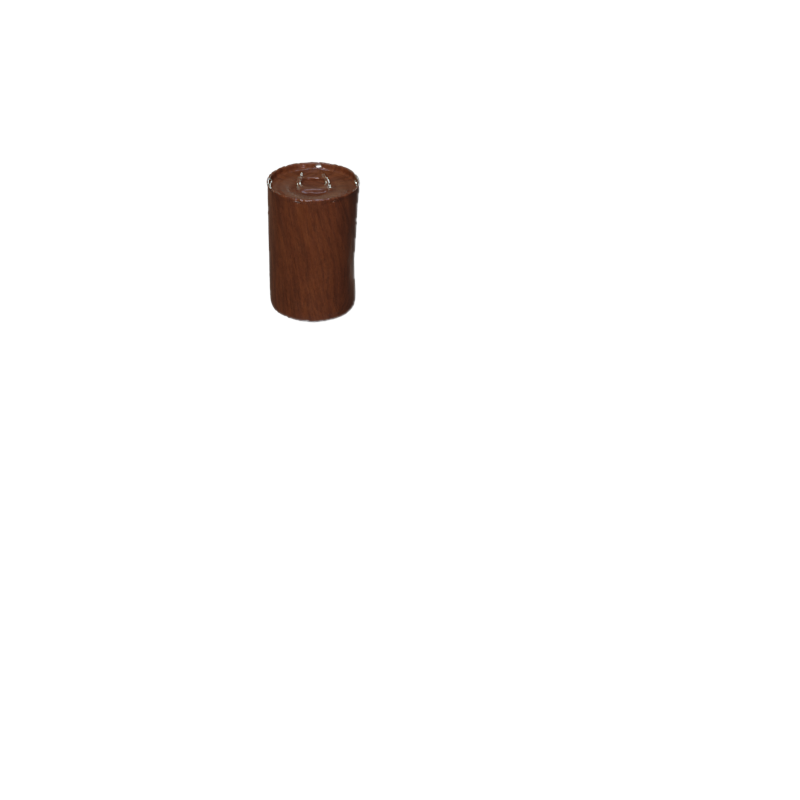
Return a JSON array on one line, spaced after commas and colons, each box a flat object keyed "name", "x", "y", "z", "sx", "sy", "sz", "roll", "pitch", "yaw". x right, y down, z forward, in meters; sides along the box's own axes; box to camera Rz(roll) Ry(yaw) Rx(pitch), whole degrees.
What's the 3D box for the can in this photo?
[{"name": "can", "x": -0.065, "y": -0.118, "z": 0.829, "sx": 0.068, "sy": 0.096, "sz": 0.073, "roll": 0, "pitch": 31, "yaw": -3}]
